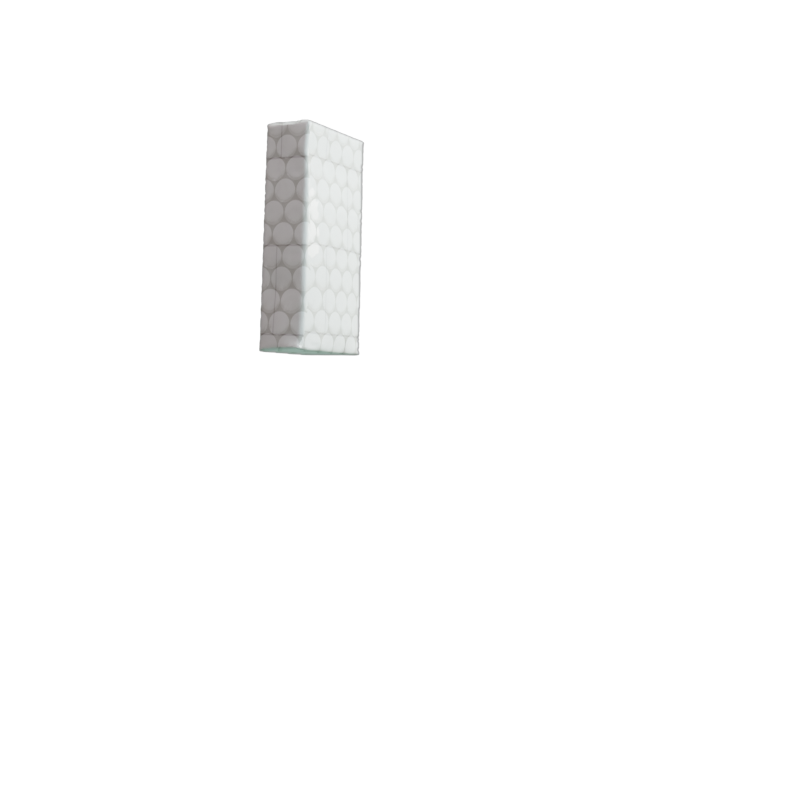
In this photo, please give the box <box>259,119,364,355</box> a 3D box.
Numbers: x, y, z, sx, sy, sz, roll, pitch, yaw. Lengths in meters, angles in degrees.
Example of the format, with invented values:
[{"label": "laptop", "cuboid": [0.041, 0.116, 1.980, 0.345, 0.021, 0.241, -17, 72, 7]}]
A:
[{"label": "box", "cuboid": [-0.068, -0.125, 0.872, 0.049, 0.180, 0.089, -4, -8, 27]}]
